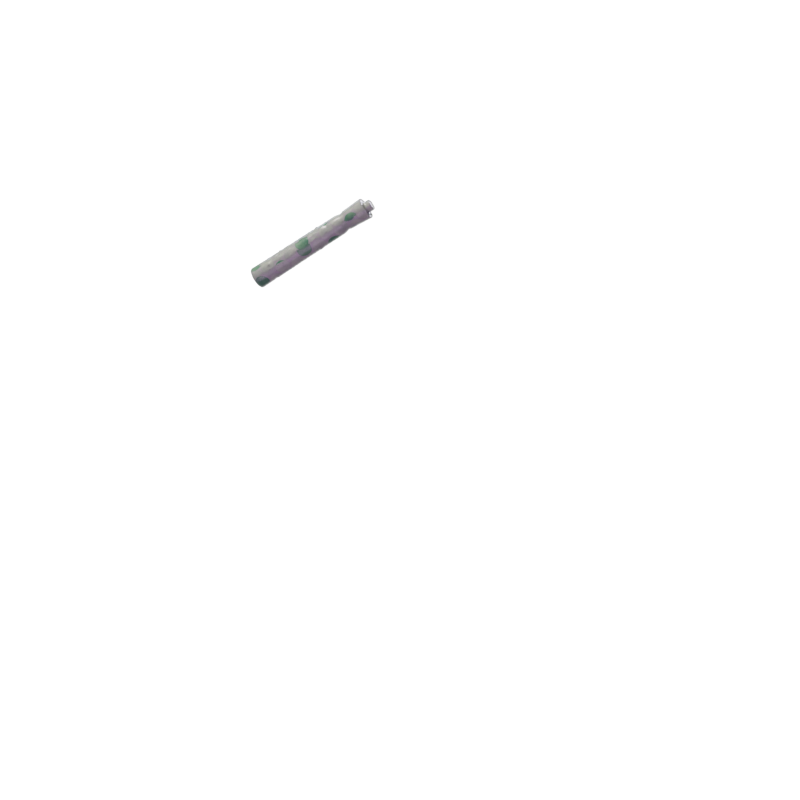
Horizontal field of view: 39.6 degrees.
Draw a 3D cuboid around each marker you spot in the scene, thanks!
[{"bbox_3d":[-0.074,-0.135,0.946,0.121,0.020,0.019,-31,-5,15],"label":"marker"}]
